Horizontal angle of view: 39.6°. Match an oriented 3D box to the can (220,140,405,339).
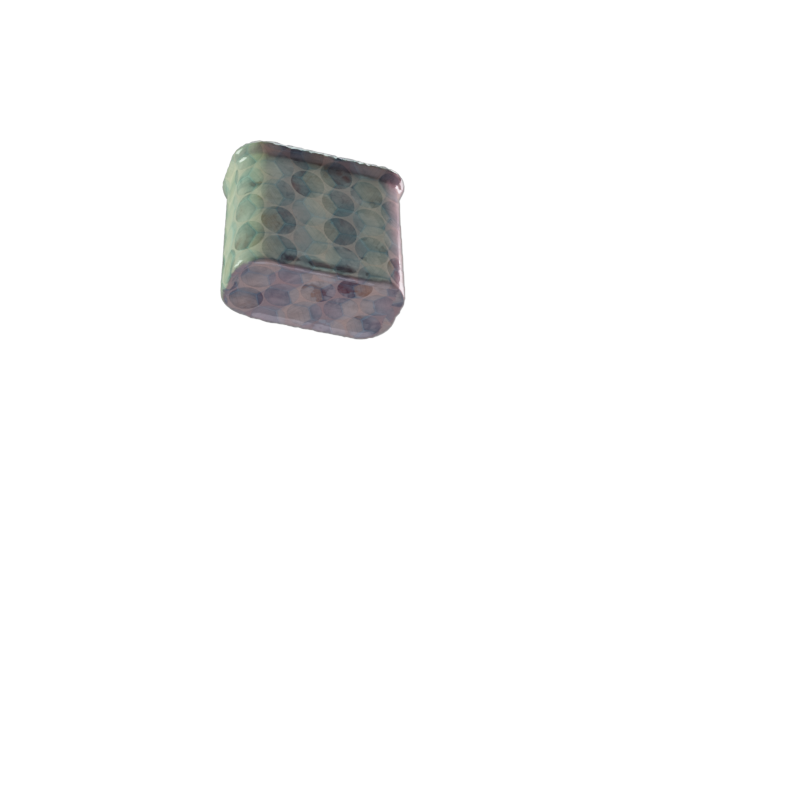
[{"bbox_3d":[-0.048,-0.087,0.611,0.099,0.090,0.055,10,-38,-15],"label":"can"}]
